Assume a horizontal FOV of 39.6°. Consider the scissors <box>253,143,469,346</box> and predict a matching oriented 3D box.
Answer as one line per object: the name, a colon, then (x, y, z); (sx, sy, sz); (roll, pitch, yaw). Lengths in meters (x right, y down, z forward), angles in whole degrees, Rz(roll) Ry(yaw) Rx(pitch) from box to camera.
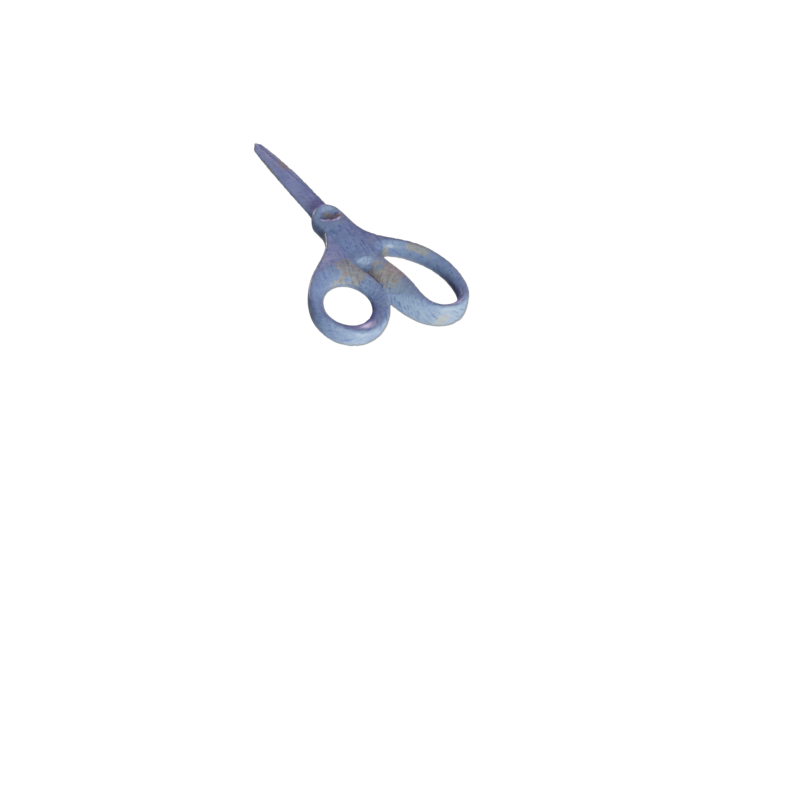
scissors: (-0.051, -0.093, 0.649); (0.097, 0.015, 0.215); (-34, 52, -31)
